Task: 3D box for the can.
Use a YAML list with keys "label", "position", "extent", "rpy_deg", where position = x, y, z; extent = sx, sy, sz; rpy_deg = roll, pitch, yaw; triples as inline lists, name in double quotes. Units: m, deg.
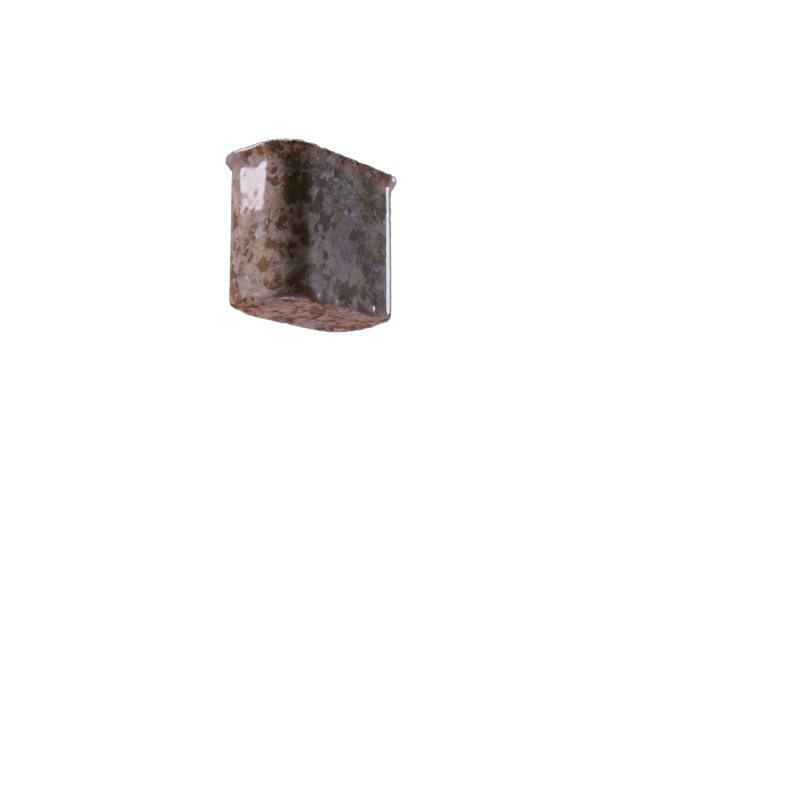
- label: "can"
  position: [-0.047, -0.086, 0.604]
  extent: [0.059, 0.087, 0.096]
  rpy_deg: [-11, -15, 38]
